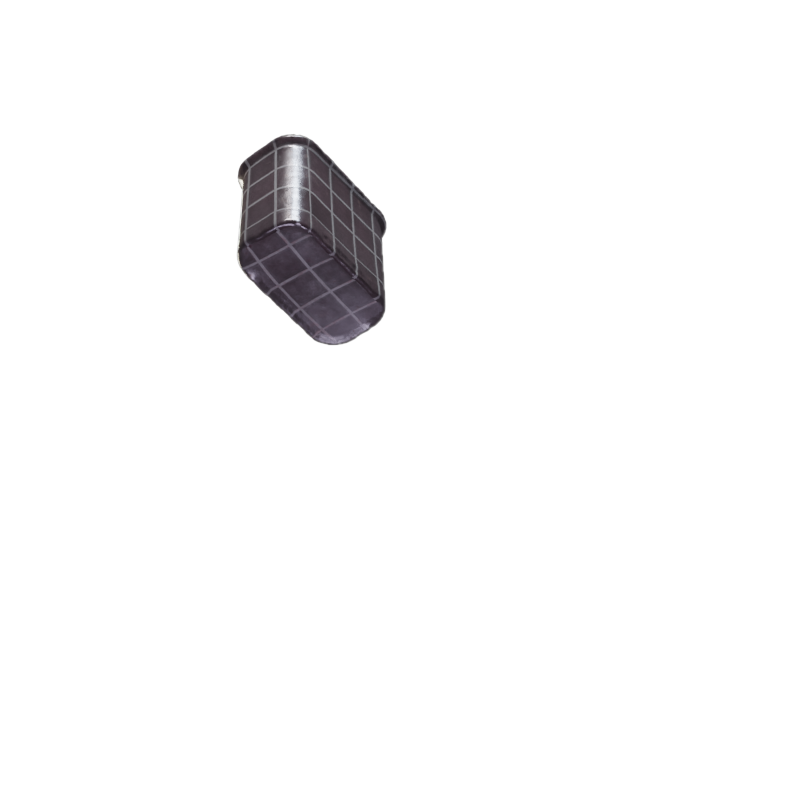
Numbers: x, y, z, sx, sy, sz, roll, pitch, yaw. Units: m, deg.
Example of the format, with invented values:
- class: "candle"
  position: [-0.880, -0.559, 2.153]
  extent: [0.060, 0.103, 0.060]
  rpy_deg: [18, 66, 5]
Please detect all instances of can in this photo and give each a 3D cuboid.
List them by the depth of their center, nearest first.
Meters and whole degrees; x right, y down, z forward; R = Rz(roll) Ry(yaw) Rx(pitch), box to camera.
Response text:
- class: "can"
  position: [-0.052, -0.095, 0.663]
  extent: [0.057, 0.090, 0.095]
  rpy_deg: [-31, -54, 23]
